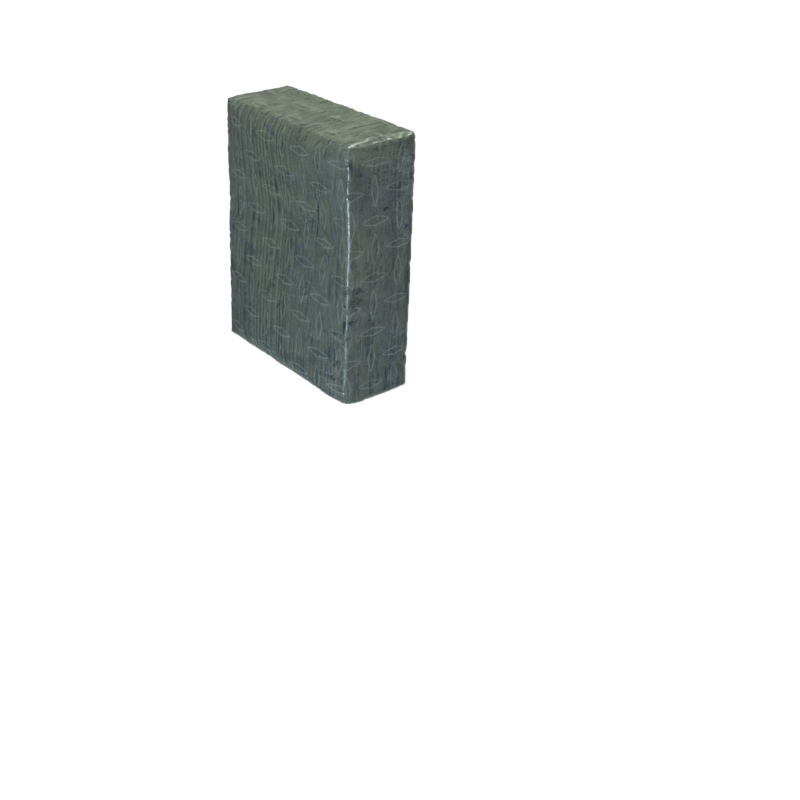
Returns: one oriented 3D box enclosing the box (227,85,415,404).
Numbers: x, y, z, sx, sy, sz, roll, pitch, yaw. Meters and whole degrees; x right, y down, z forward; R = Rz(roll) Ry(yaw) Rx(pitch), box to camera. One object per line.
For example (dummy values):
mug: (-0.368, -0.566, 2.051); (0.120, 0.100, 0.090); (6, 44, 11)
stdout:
box: (-0.069, -0.126, 0.886); (0.071, 0.203, 0.176); (-17, 32, -35)
